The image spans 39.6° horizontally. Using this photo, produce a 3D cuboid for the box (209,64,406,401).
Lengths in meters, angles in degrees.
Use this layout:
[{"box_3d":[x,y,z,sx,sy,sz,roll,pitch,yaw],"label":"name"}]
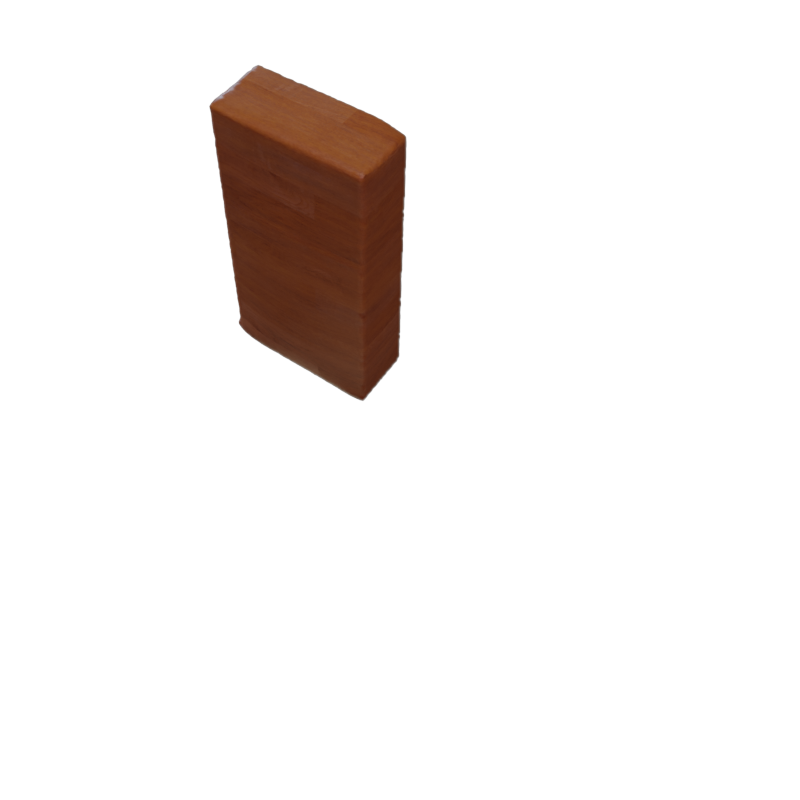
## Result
[{"box_3d":[-0.045,-0.084,0.585,0.098,0.164,0.049,31,55,20],"label":"box"}]
